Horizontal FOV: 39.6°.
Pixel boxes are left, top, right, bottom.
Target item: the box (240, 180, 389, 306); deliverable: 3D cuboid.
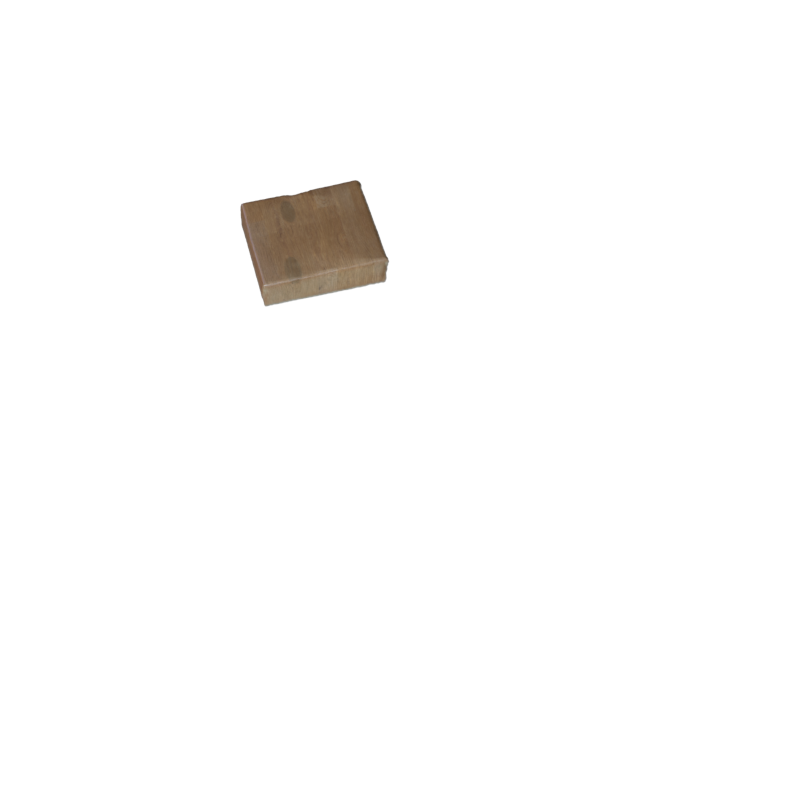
[{"bbox_3d":[-0.060,-0.110,0.769,0.089,0.079,0.028,-13,-32,-9],"label":"box"}]
